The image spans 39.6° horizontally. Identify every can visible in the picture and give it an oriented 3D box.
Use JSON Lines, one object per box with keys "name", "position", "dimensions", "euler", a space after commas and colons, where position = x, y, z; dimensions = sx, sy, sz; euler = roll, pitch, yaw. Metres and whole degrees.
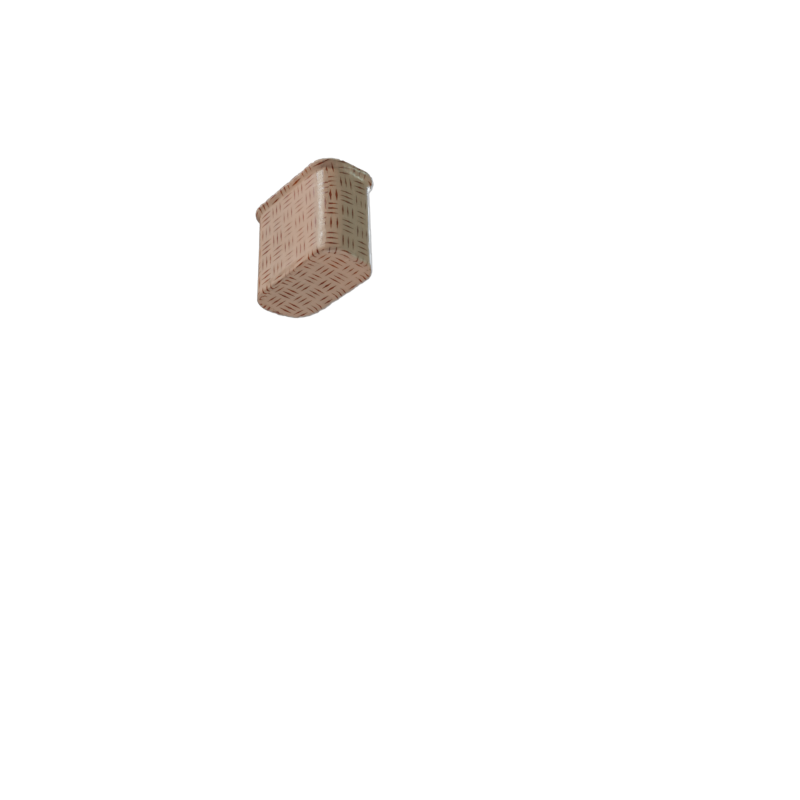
{"name": "can", "position": [-0.066, -0.120, 0.841], "dimensions": [0.054, 0.089, 0.101], "euler": [24, -39, -34]}
